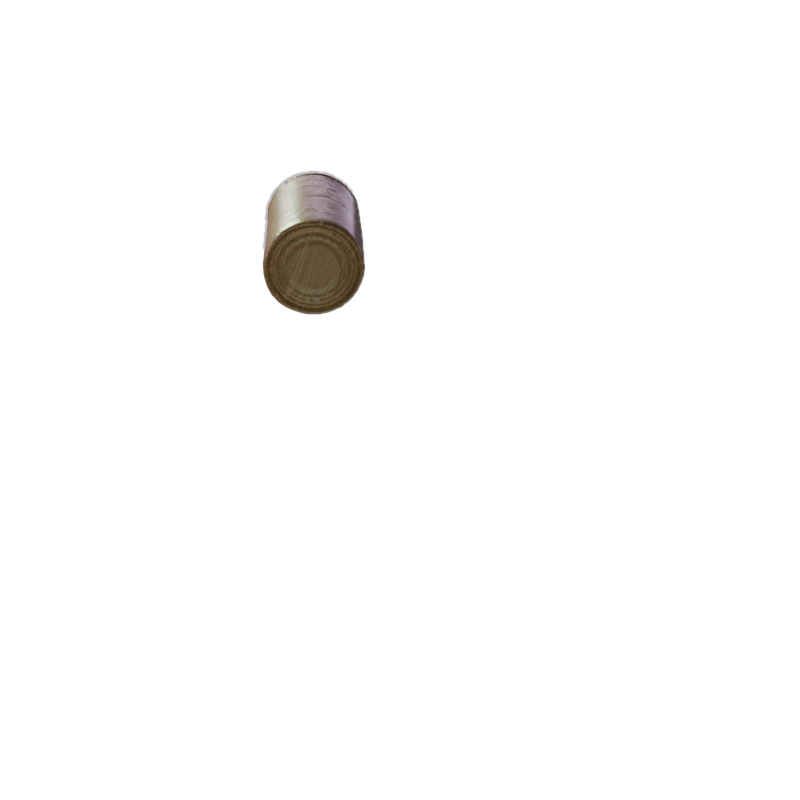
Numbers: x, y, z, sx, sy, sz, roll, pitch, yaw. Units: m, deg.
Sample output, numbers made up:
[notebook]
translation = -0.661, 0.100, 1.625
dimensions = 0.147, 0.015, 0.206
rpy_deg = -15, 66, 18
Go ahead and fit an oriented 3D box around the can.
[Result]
[can]
translation = -0.060, -0.109, 0.761
dimensions = 0.068, 0.065, 0.108
rpy_deg = 0, 26, -3
